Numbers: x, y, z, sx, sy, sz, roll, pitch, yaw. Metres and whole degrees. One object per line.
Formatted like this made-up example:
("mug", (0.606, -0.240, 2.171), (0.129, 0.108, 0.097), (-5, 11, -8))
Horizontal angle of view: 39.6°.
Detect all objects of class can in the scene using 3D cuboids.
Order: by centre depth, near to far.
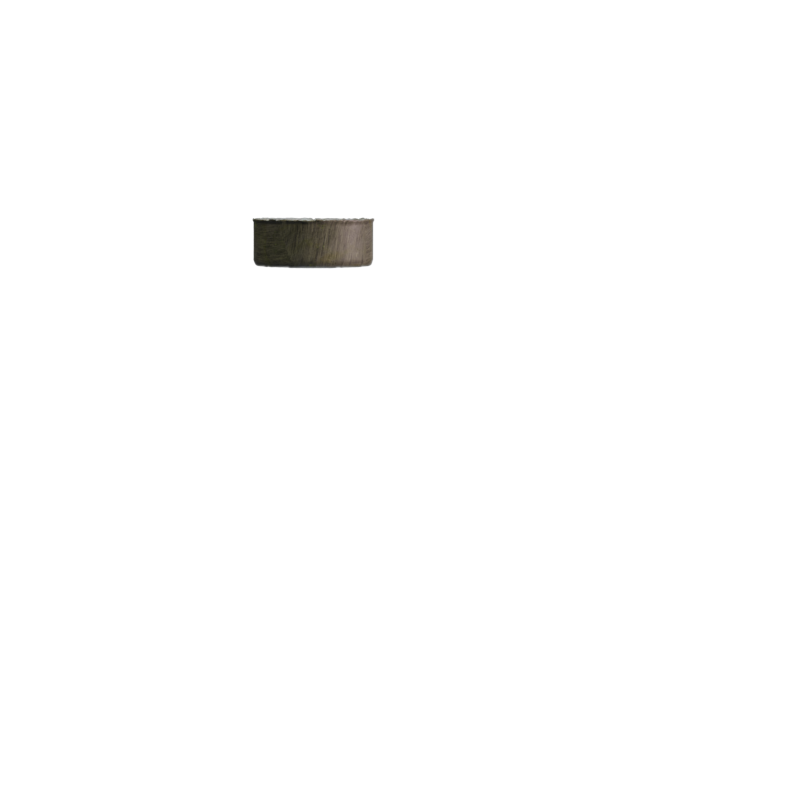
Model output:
("can", (-0.061, -0.112, 0.782), (0.086, 0.033, 0.087), (0, 9, -2))
